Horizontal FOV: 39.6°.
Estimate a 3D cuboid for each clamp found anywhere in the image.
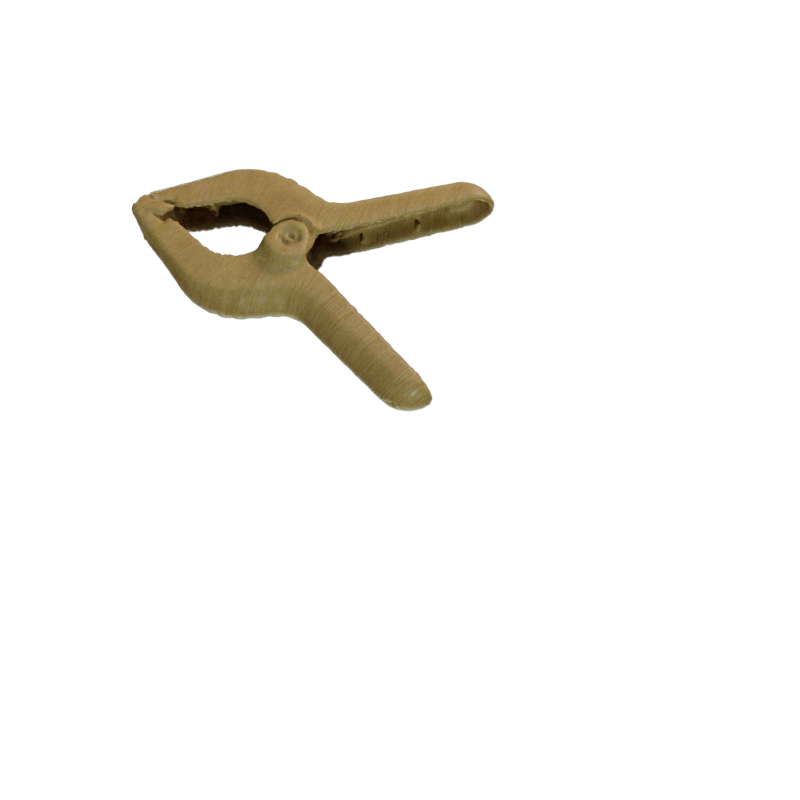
[{"bbox_3d":[-0.042,-0.076,0.531,0.177,0.124,0.037,24,-31,15],"label":"clamp"}]
